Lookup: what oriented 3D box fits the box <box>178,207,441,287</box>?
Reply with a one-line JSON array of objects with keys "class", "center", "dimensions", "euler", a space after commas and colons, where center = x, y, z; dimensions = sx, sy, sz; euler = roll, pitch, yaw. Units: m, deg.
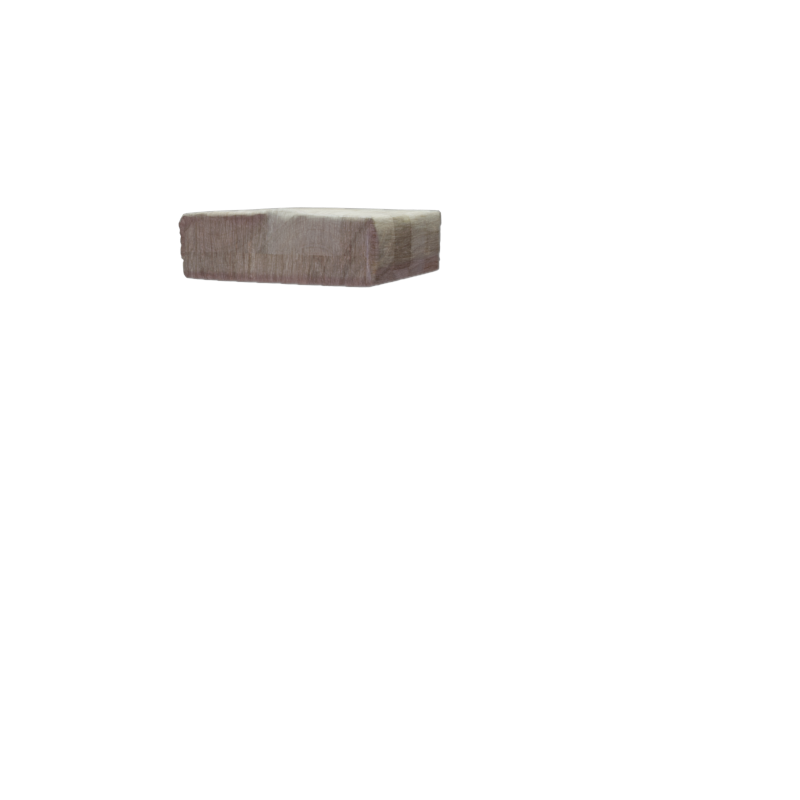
[{"class": "box", "center": [-0.037, -0.067, 0.467], "dimensions": [0.092, 0.030, 0.072], "euler": [5, 11, 25]}]
